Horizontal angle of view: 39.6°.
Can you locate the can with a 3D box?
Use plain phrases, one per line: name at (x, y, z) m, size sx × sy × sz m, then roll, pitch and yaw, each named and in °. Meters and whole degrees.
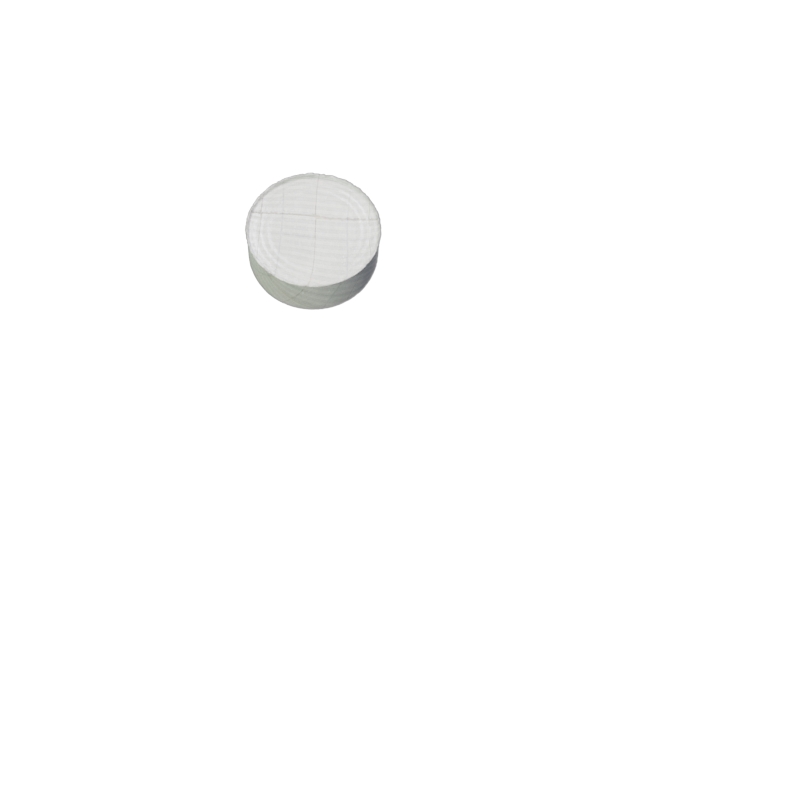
can at (-0.056, -0.102, 0.712) m, size 0.086 × 0.091 × 0.031 m, roll -1°, pitch -30°, yaw -1°
